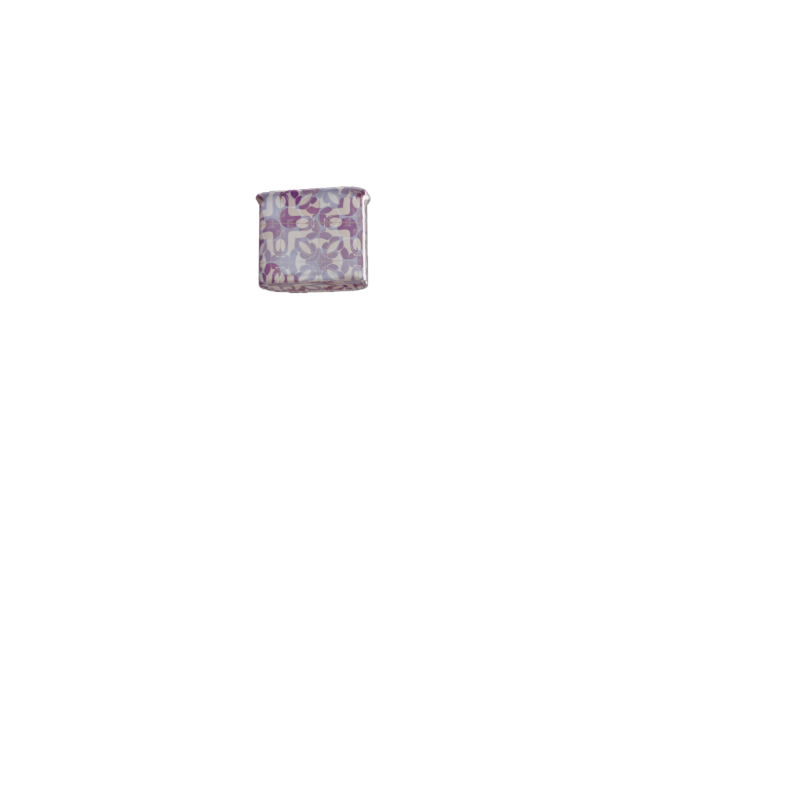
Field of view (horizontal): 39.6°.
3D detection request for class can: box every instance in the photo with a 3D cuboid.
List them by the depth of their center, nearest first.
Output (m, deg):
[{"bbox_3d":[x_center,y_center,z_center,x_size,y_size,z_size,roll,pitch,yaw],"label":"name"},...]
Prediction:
[{"bbox_3d":[-0.078,-0.142,0.994,0.103,0.086,0.055,-2,-11,11],"label":"can"}]
